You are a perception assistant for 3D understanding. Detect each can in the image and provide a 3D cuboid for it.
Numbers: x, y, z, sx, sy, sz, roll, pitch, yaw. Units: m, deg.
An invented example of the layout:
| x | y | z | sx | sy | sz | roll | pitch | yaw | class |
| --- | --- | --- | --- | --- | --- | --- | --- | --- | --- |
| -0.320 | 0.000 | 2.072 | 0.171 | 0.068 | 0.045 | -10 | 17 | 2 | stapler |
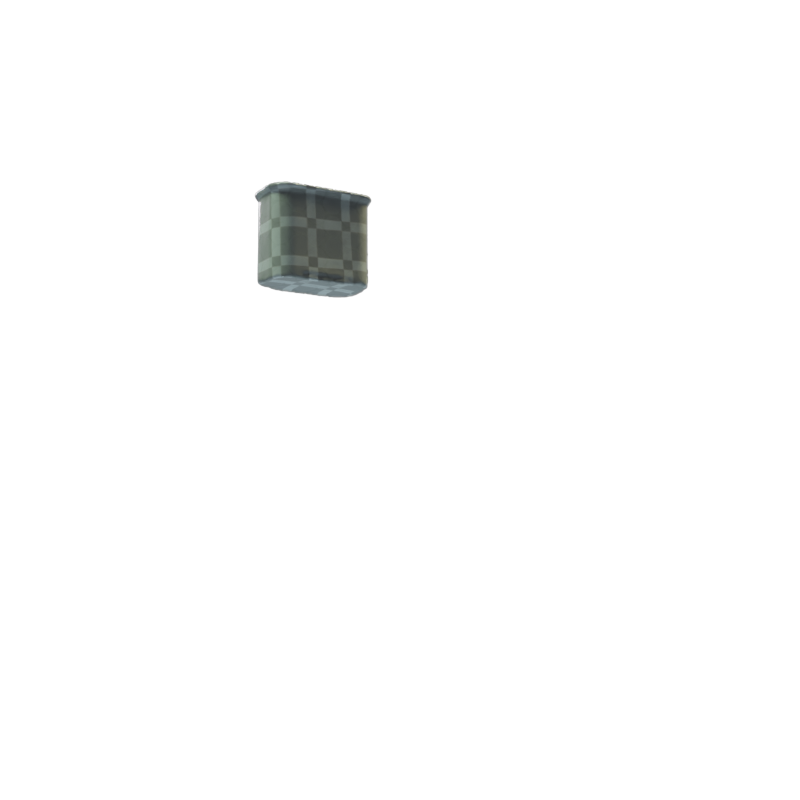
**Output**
| x | y | z | sx | sy | sz | roll | pitch | yaw | class |
| --- | --- | --- | --- | --- | --- | --- | --- | --- | --- |
| -0.076 | -0.139 | 0.975 | 0.098 | 0.087 | 0.058 | 6 | -14 | -29 | can |
